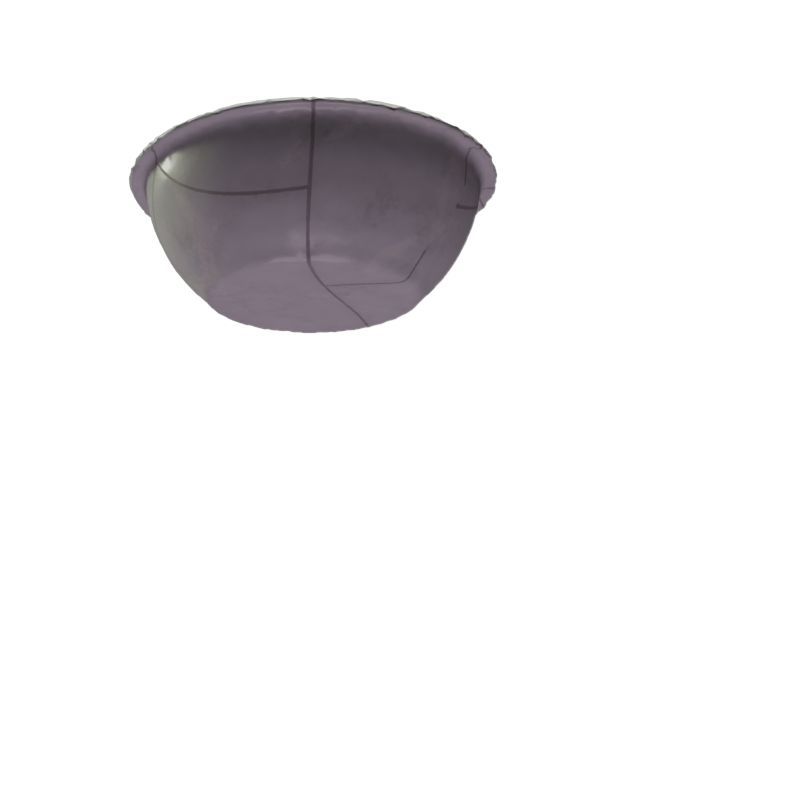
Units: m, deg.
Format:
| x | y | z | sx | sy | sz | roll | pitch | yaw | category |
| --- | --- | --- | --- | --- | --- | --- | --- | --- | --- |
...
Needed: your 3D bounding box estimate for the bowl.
| x | y | z | sx | sy | sz | roll | pitch | yaw | category |
| --- | --- | --- | --- | --- | --- | --- | --- | --- | --- |
| -0.038 | -0.069 | 0.483 | 0.162 | 0.058 | 0.155 | 0 | -16 | -2 | bowl |
